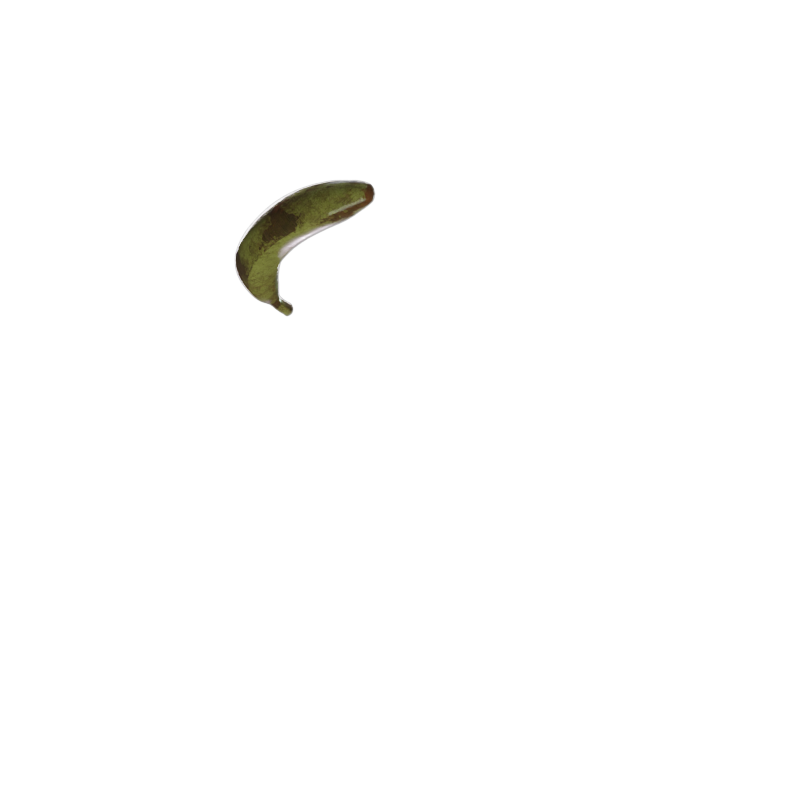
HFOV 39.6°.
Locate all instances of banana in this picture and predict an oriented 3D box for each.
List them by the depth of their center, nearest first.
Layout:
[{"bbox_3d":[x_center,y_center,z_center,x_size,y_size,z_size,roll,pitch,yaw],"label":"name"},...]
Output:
[{"bbox_3d":[-0.087,-0.125,0.867,0.067,0.039,0.193,10,-25,-22],"label":"banana"}]
